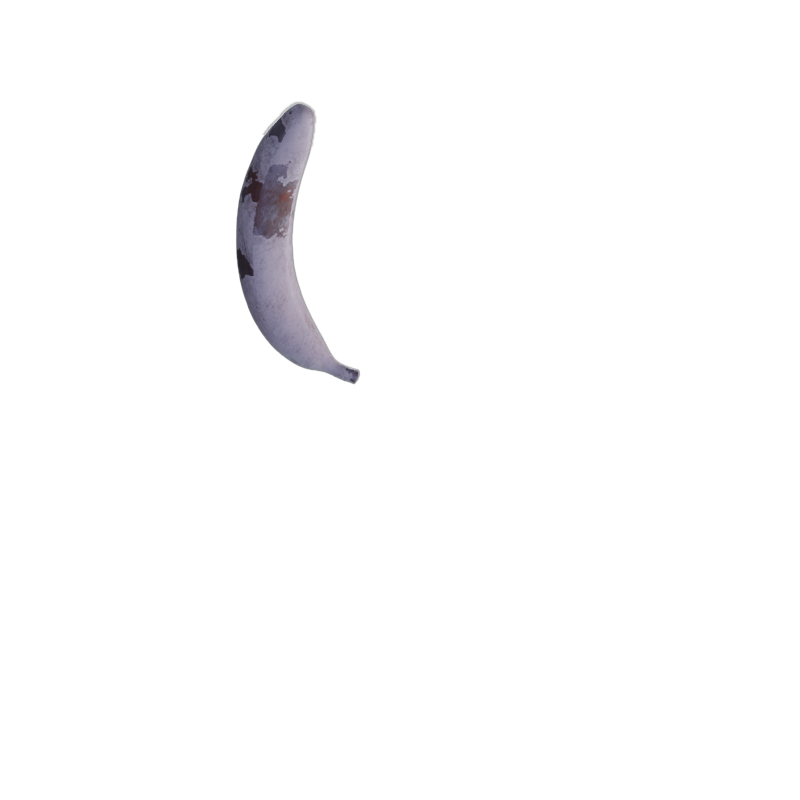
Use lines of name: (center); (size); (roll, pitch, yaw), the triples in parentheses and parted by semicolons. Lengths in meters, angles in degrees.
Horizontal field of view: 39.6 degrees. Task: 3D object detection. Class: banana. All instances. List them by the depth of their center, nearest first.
banana: (-0.075, -0.098, 0.734); (0.070, 0.187, 0.039); (-9, 24, 3)
